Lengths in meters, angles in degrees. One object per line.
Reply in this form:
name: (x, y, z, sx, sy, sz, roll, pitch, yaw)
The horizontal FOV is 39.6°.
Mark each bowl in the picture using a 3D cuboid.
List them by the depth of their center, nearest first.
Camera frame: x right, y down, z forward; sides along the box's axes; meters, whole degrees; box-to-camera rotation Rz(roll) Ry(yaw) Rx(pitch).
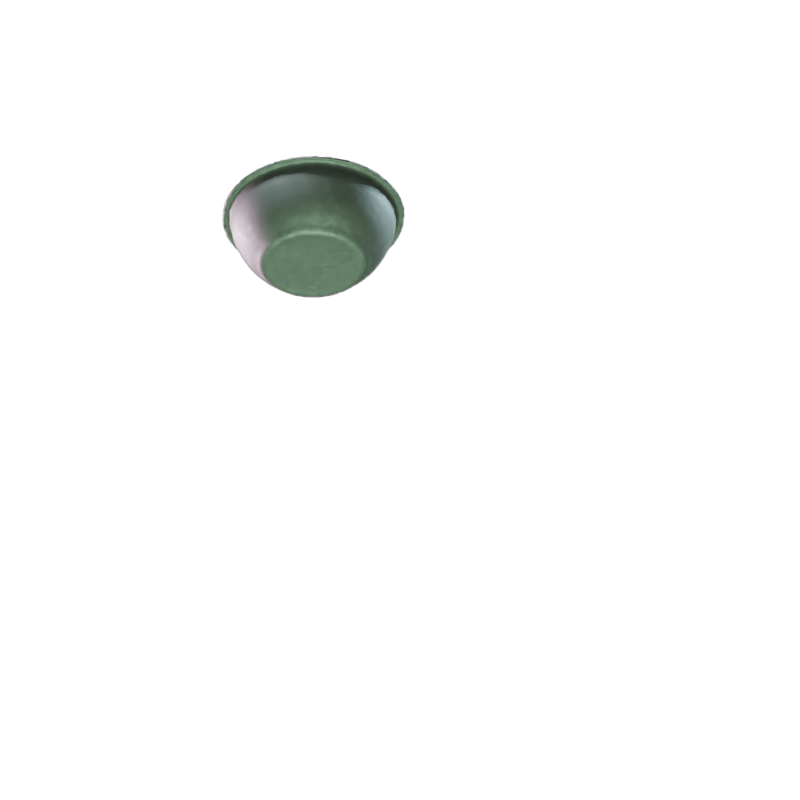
bowl: (-0.076, -0.138, 0.966, 0.162, 0.059, 0.151, 1, -35, -2)
